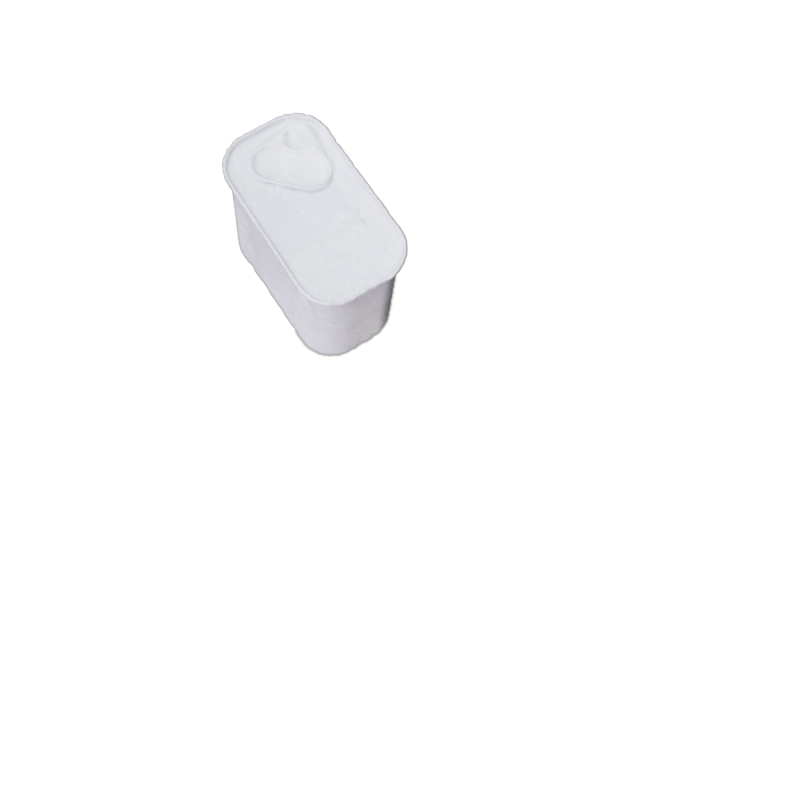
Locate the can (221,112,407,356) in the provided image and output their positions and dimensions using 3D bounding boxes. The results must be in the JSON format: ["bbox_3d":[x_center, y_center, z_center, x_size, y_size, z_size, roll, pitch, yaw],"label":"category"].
[{"bbox_3d":[-0.044,-0.080,0.561,0.057,0.107,0.080,-30,-18,-13],"label":"can"}]
